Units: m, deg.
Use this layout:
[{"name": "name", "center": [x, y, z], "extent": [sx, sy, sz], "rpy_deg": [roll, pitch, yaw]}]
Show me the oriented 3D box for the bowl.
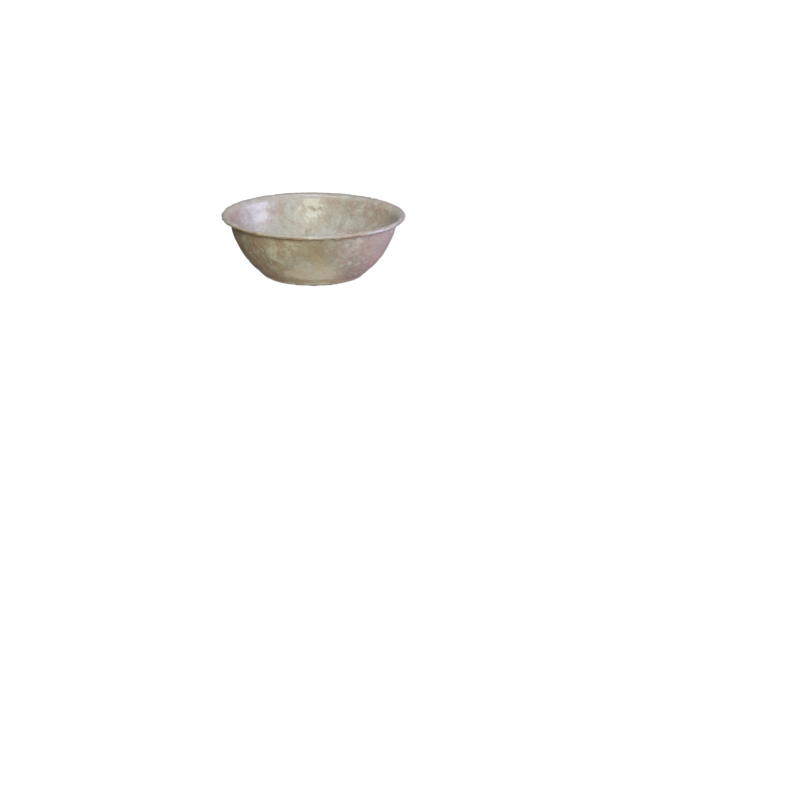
[{"name": "bowl", "center": [-0.077, -0.140, 0.981], "extent": [0.162, 0.053, 0.169], "rpy_deg": [-1, 22, -2]}]
